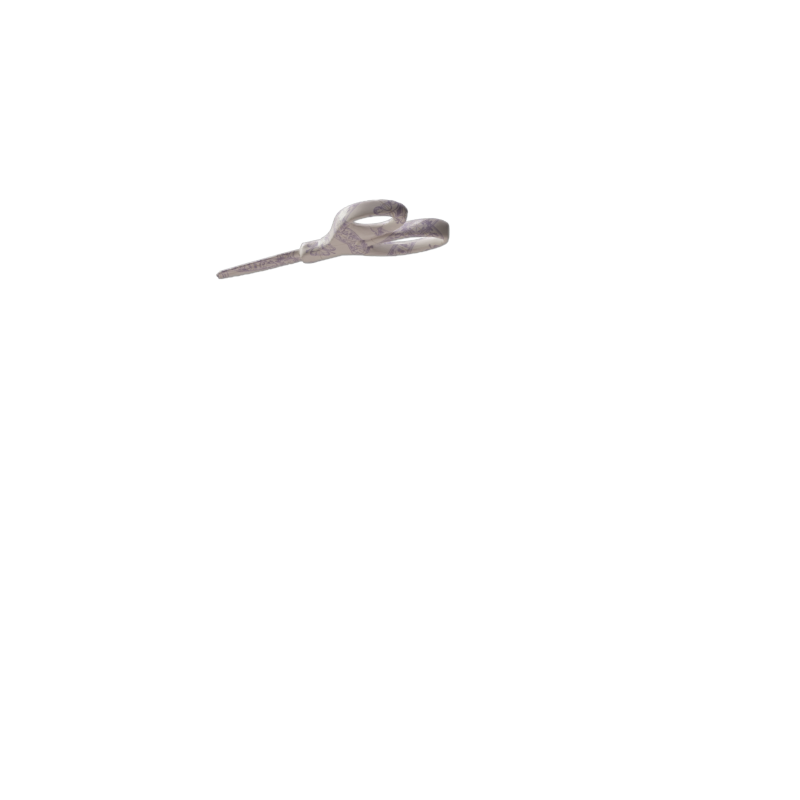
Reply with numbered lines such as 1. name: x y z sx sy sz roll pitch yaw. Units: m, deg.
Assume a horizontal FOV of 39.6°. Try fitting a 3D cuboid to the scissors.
1. scissors: -0.065 -0.119 0.832 0.205 0.016 0.090 -5 -15 18
